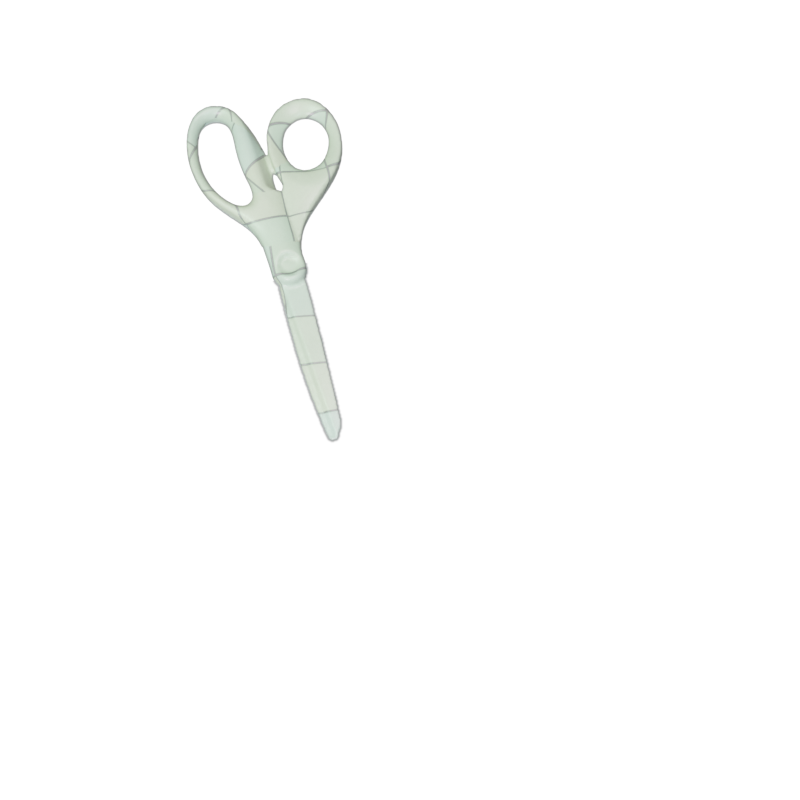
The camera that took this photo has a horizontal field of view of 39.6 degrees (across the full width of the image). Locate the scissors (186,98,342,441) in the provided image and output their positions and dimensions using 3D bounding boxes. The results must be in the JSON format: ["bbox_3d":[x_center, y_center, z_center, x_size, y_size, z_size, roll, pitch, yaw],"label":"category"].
[{"bbox_3d":[-0.048,-0.087,0.609,0.096,0.212,0.015,-29,-18,-10],"label":"scissors"}]
